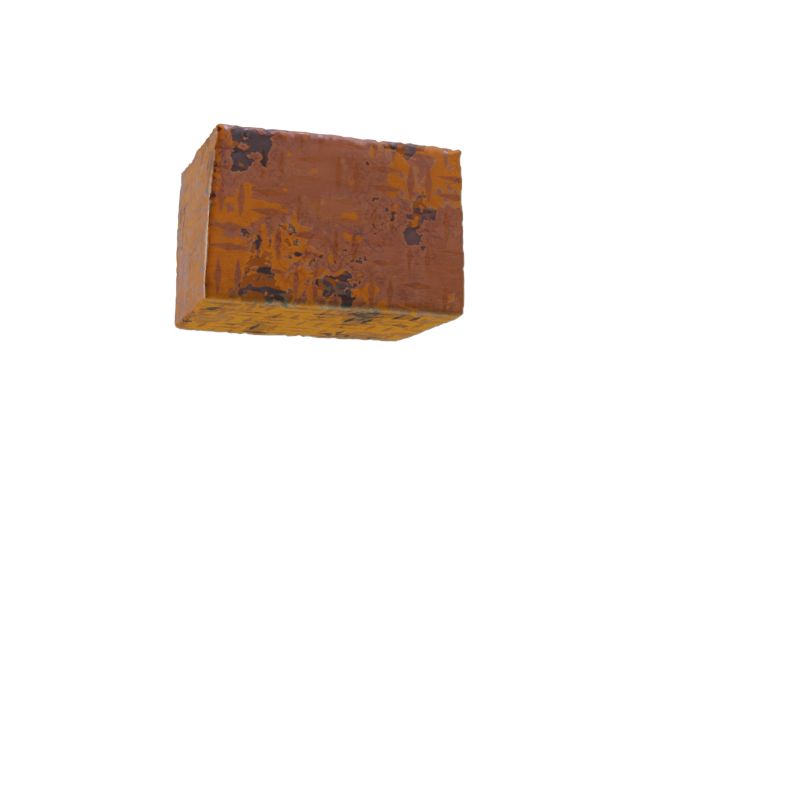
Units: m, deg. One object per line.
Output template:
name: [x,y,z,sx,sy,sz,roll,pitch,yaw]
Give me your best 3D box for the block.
block: [-0.026,-0.048,0.337,0.076,0.053,0.053,3,-10,-20]
